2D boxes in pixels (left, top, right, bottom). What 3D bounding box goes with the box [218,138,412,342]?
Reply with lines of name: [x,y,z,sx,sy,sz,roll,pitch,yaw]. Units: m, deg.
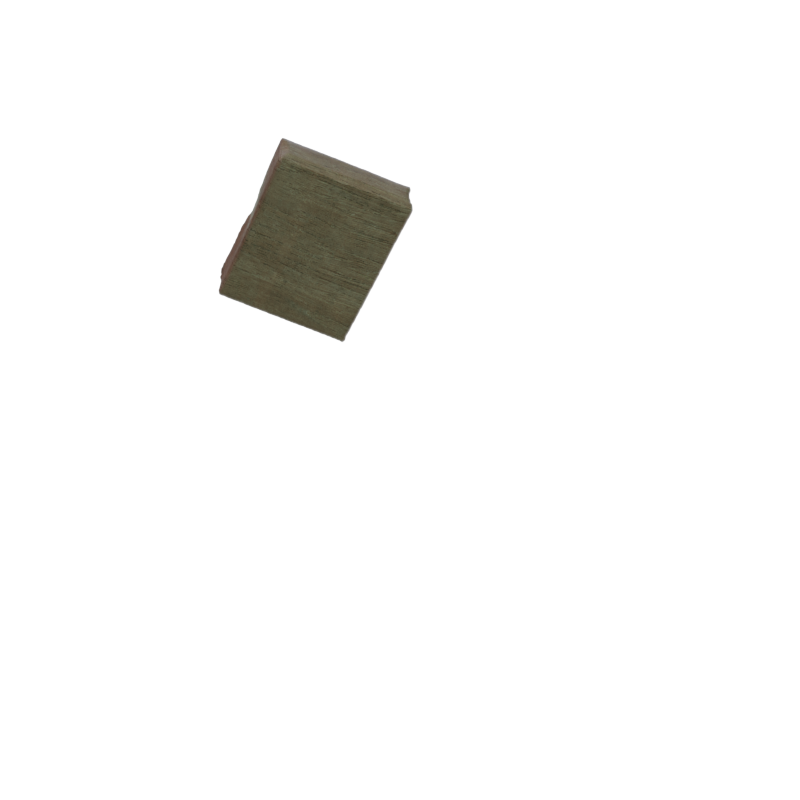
box: [-0.045,-0.082,0.578,0.071,0.086,0.032,21,29,-13]
